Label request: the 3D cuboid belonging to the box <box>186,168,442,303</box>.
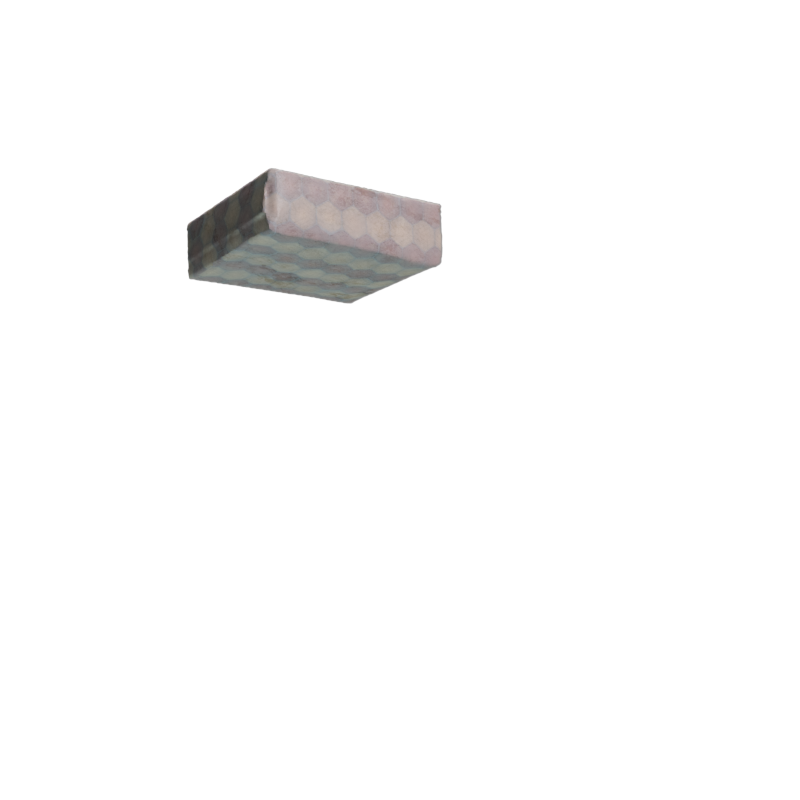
[{"bbox_3d":[-0.047,-0.086,0.603,0.108,0.040,0.091,9,-16,-34],"label":"box"}]
